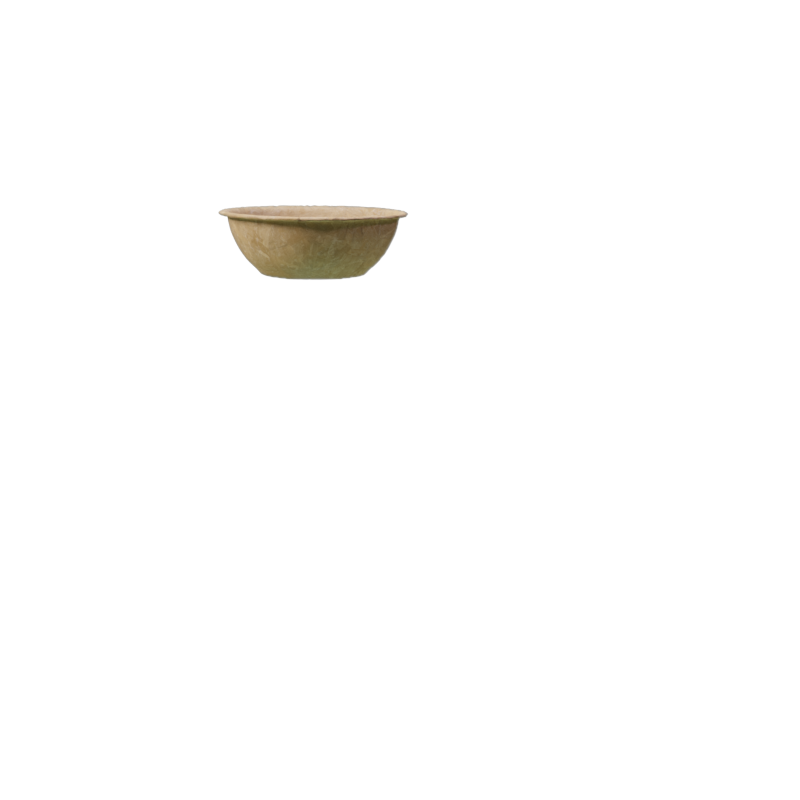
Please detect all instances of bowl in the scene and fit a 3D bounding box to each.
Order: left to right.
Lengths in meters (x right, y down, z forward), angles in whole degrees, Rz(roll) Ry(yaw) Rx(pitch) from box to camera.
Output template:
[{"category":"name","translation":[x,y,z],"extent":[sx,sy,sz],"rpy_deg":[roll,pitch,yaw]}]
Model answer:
[{"category":"bowl","translation":[-0.074,-0.136,0.951],"extent":[0.162,0.054,0.166],"rpy_deg":[0,13,-2]}]
